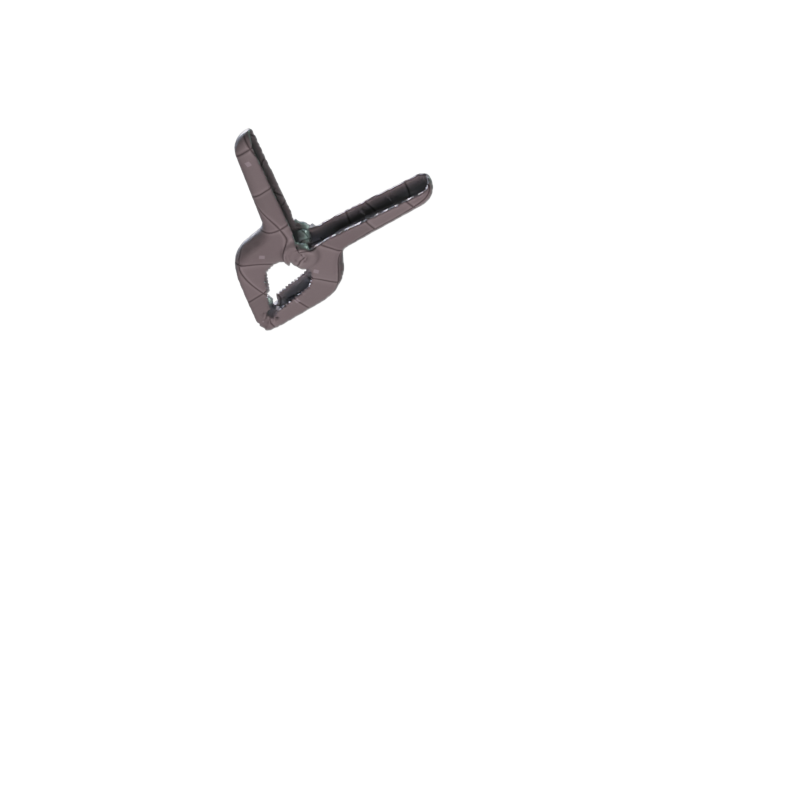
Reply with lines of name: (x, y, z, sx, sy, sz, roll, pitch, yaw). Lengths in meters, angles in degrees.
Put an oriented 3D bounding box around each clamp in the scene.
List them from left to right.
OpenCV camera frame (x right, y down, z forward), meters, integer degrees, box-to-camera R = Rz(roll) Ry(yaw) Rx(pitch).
clamp: (-0.073, -0.134, 0.938, 0.162, 0.039, 0.199, 10, -43, -11)
